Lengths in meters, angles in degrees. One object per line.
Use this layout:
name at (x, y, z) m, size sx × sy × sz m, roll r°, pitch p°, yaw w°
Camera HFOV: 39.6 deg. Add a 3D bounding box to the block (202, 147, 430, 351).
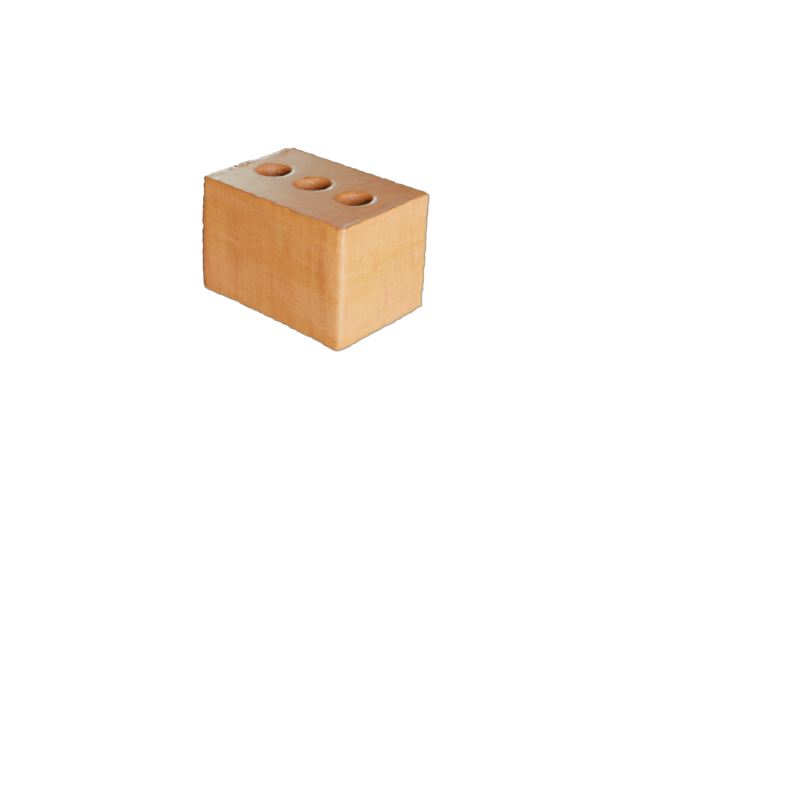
block at (-0.035, -0.063, 0.442) m, size 0.083 × 0.048 × 0.052 m, roll 25°, pitch 37°, yaw 35°
